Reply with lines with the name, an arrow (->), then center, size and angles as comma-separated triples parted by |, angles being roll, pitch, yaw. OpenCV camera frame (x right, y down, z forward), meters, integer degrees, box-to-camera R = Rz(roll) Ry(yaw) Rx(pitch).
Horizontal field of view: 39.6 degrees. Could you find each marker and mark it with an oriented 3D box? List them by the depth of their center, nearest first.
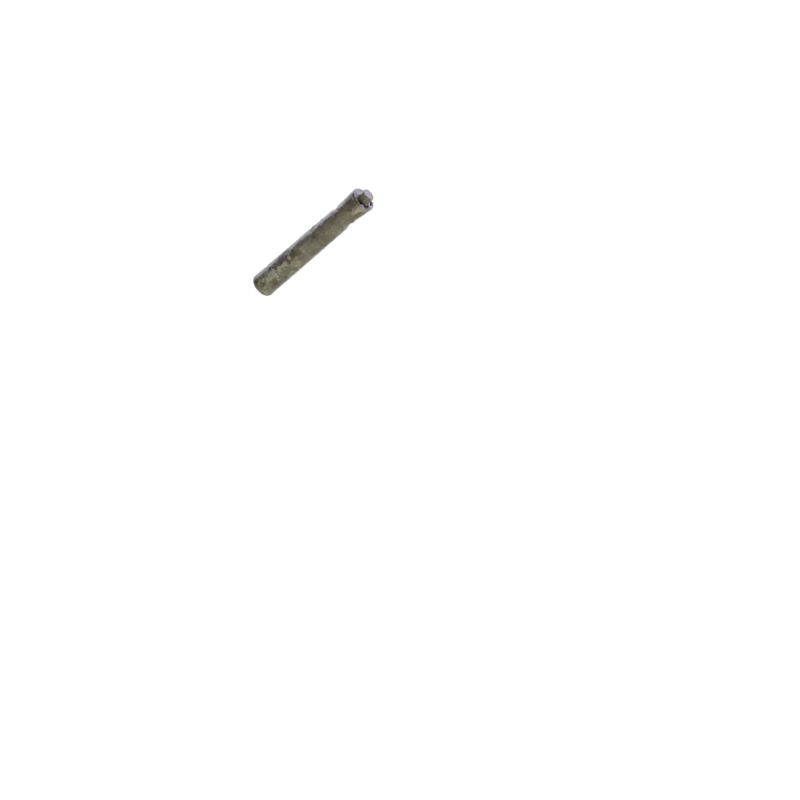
marker -> -0.063, -0.115, 0.804 | 0.119, 0.021, 0.019 | -35, -18, 33
